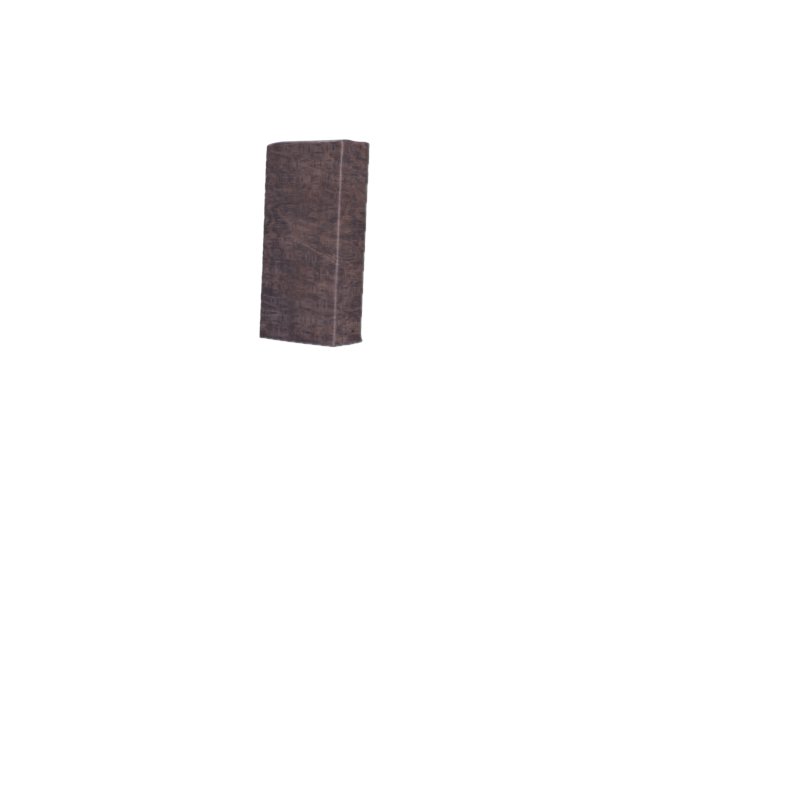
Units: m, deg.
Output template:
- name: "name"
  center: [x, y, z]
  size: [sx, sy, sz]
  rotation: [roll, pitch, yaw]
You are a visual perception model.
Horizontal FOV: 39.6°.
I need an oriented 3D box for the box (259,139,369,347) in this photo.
- name: "box"
  center: [-0.076, -0.139, 0.972]
  size: [0.097, 0.175, 0.046]
  rotation: [3, 4, 40]
